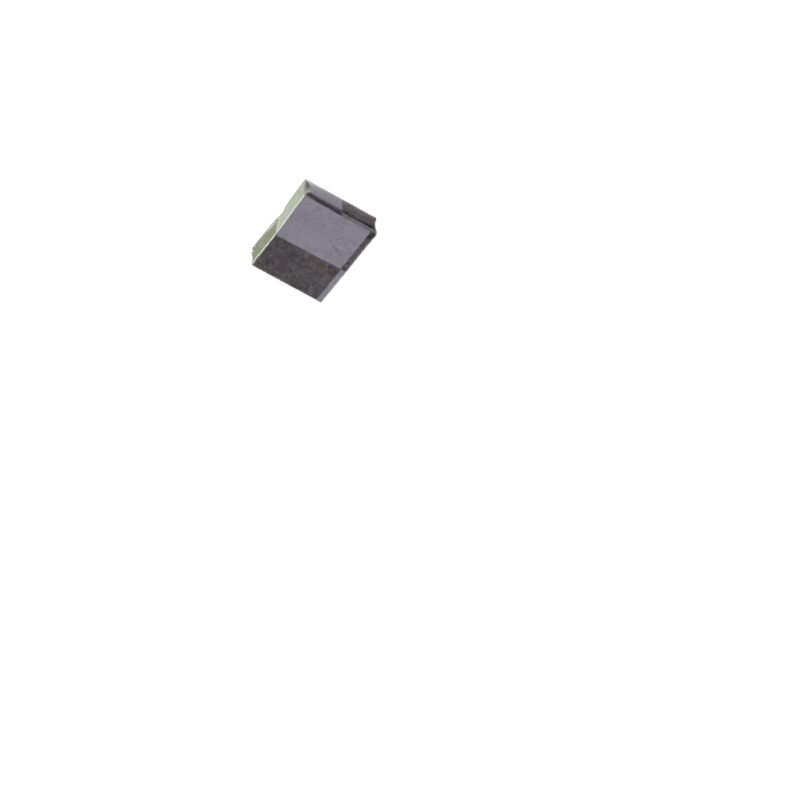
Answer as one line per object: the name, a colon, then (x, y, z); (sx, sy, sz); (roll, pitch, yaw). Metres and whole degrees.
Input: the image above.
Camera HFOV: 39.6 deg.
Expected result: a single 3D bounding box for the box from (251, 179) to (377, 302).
box: (-0.074, -0.135, 0.949); (0.070, 0.087, 0.032); (28, 33, -21)
